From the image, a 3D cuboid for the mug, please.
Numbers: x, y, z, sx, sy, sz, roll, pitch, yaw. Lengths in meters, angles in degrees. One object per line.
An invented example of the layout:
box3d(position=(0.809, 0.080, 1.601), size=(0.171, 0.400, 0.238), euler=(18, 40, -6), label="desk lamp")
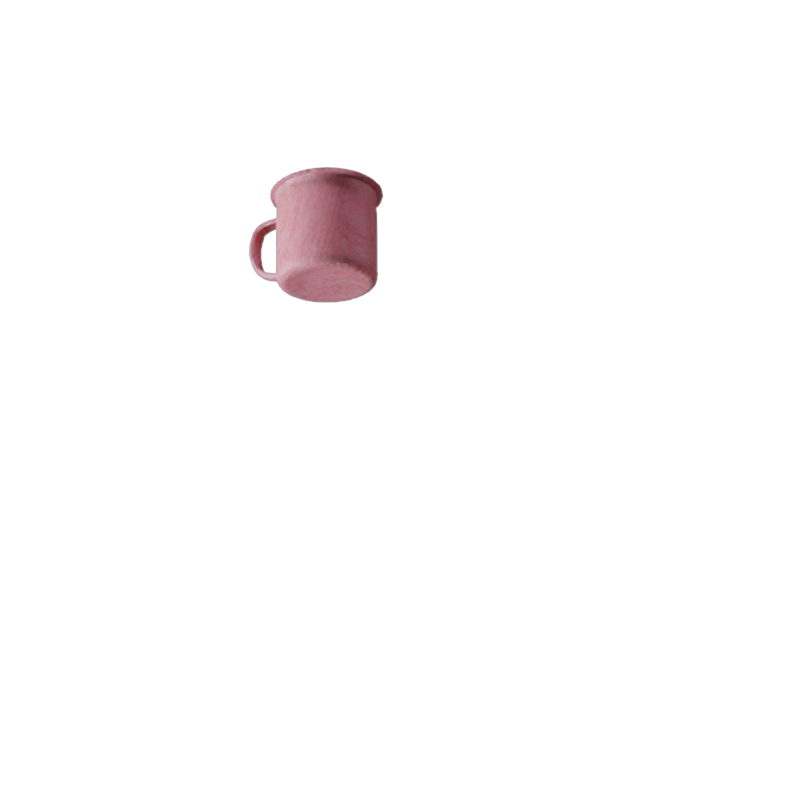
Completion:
box3d(position=(-0.070, -0.128, 0.899), size=(0.119, 0.086, 0.087), euler=(-9, -23, 21), label="mug")
